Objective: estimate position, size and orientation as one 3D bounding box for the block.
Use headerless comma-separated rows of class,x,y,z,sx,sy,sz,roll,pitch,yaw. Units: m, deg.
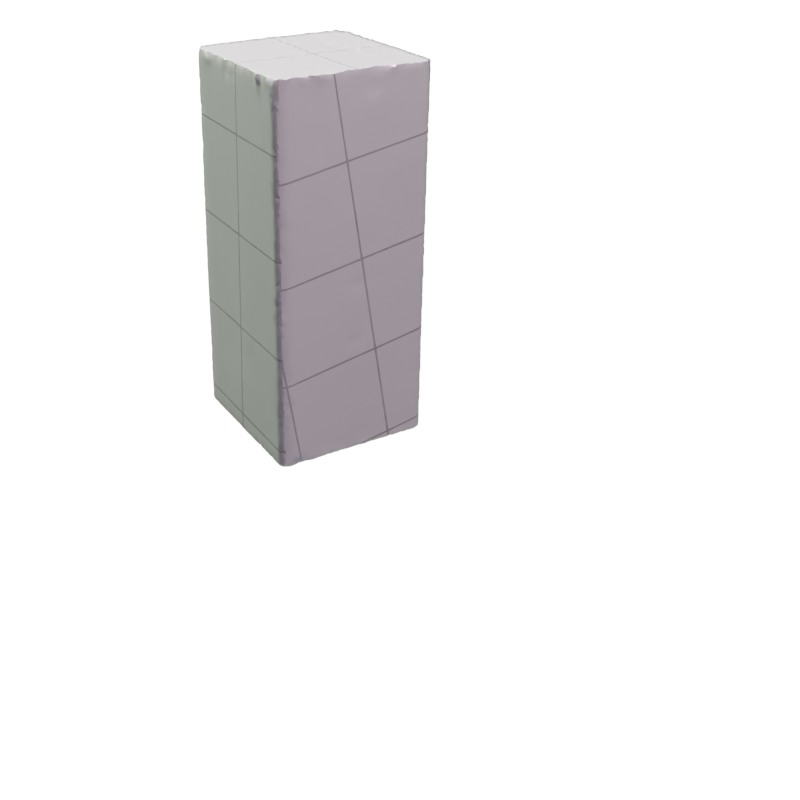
block,-0.047,-0.085,0.594,0.088,0.196,0.097,-13,28,-29
